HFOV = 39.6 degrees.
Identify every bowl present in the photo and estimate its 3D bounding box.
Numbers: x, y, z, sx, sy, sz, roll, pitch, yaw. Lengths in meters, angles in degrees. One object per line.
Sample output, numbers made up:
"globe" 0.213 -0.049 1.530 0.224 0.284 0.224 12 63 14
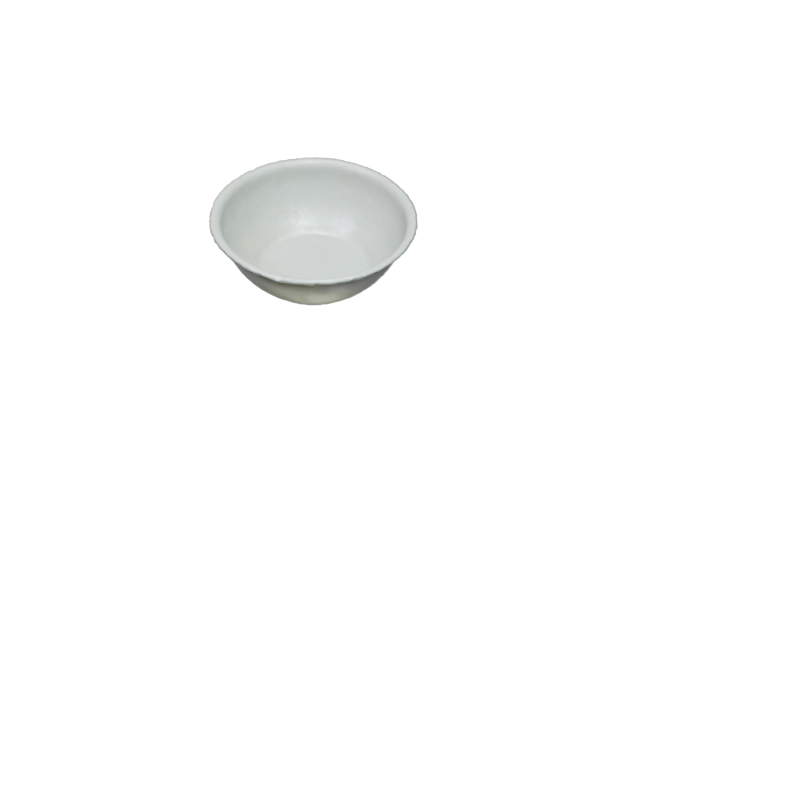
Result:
"bowl" -0.069 -0.125 0.877 0.162 0.051 0.174 -1 43 -1
